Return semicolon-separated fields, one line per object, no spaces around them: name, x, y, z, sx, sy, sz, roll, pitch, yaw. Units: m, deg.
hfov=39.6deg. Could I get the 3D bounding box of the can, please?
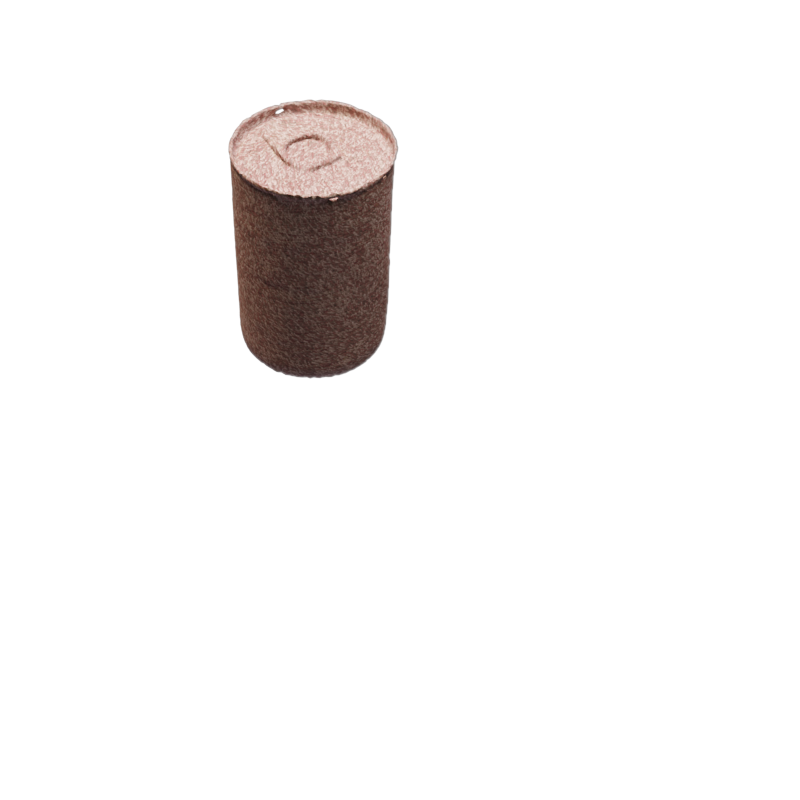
can;-0.037;-0.068;0.475;0.068;0.095;0.074;0;44;-3
